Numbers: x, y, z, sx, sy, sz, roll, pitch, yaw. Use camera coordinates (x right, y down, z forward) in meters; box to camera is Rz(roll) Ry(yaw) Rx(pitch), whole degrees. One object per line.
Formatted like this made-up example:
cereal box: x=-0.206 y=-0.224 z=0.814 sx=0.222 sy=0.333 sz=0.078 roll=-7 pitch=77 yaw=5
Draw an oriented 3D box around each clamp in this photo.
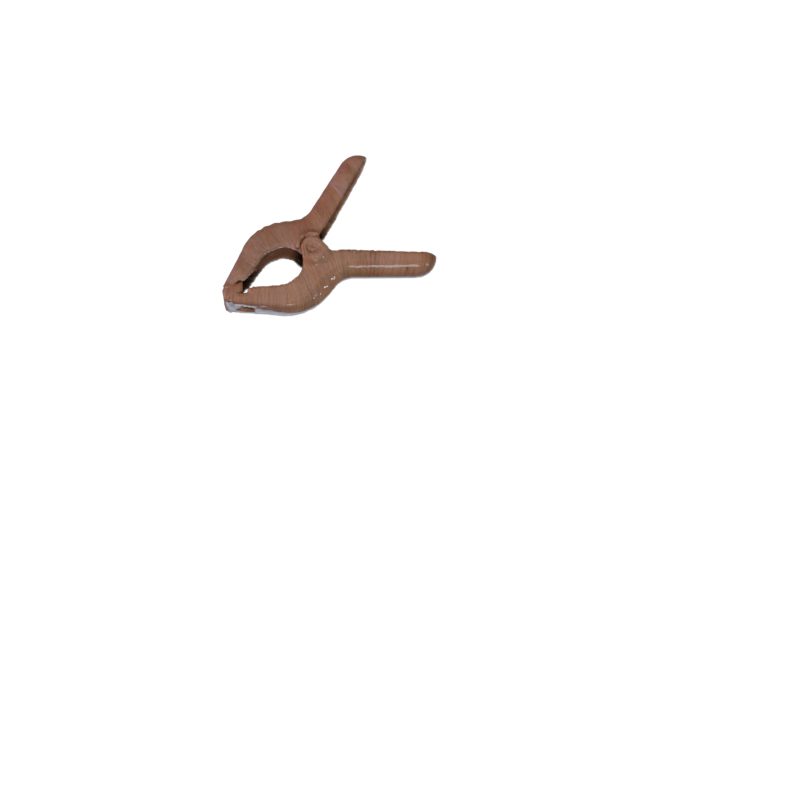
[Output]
clamp: x=-0.070 y=-0.128 z=0.896 sx=0.170 sy=0.128 sz=0.037 roll=-20 pitch=-28 yaw=-12
